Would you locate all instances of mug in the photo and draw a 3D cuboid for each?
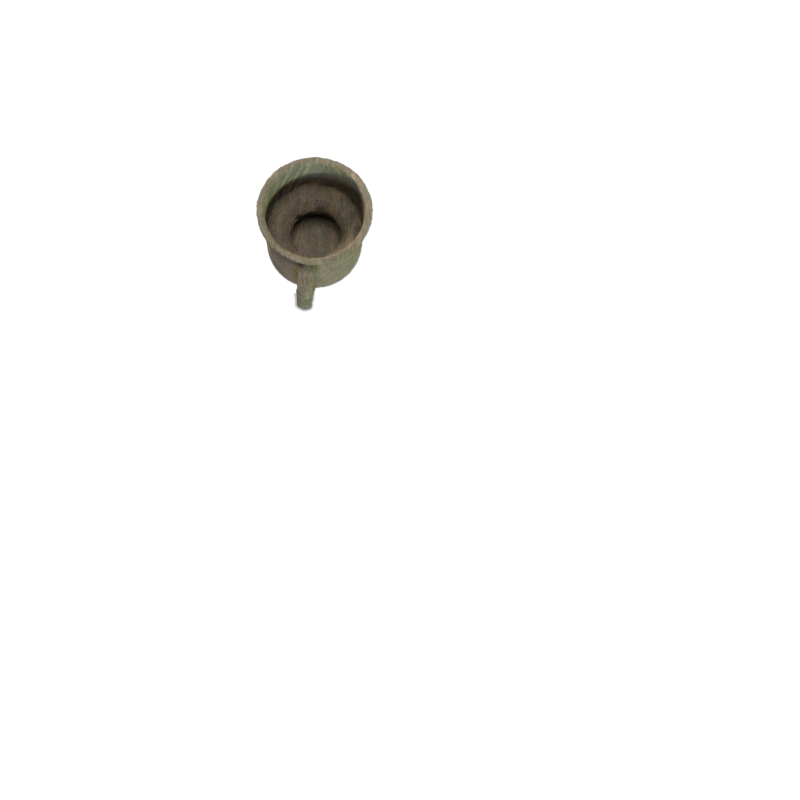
[{"bbox_3d":[-0.072,-0.131,0.915,0.093,0.122,0.078,4,-19,-1],"label":"mug"}]
